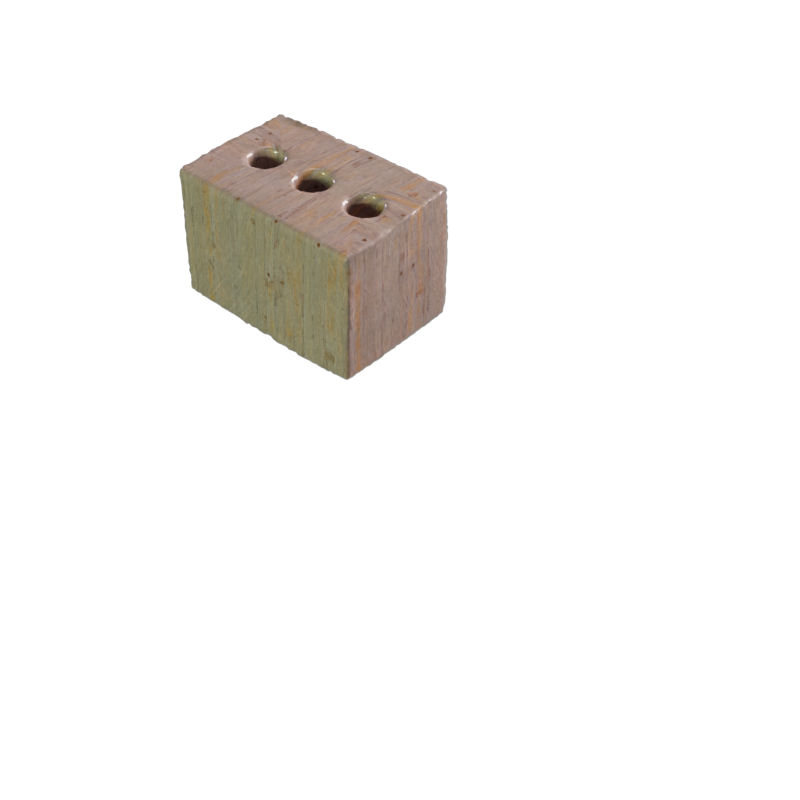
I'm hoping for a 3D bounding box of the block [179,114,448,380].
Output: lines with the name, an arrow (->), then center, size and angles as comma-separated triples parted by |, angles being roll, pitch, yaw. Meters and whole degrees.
block -> -0.030, -0.054, 0.378 | 0.083, 0.048, 0.053 | 29, 47, 30
